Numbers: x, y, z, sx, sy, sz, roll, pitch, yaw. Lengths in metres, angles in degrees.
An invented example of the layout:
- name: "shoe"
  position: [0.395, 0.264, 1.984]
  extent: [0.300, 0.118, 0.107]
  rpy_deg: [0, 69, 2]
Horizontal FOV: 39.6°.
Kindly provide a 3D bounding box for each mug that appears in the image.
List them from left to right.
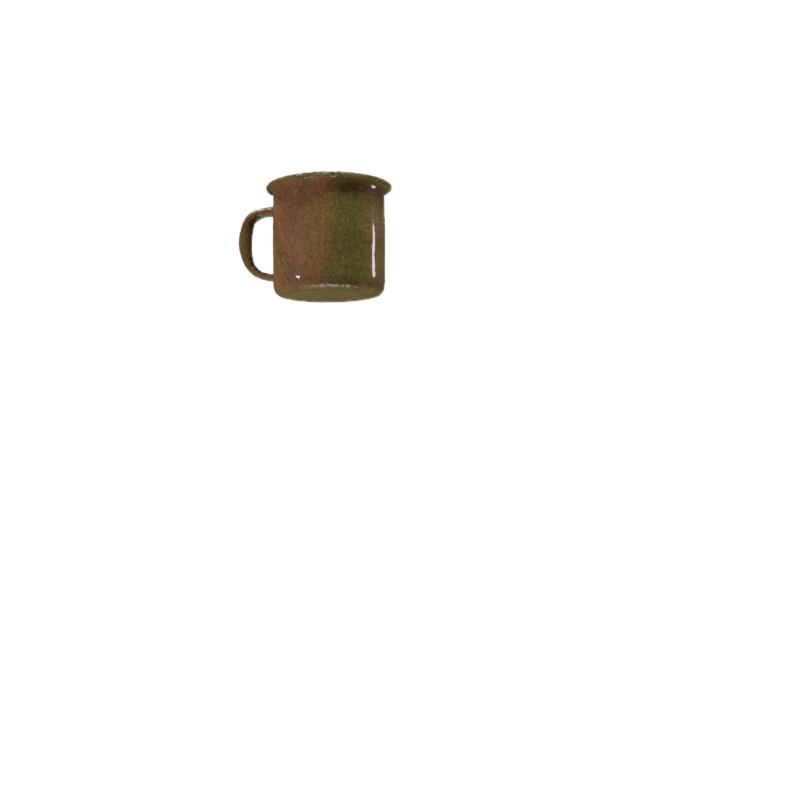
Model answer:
- name: "mug"
  position: [-0.064, -0.116, 0.814]
  extent: [0.119, 0.083, 0.090]
  rpy_deg: [-2, -7, 15]
